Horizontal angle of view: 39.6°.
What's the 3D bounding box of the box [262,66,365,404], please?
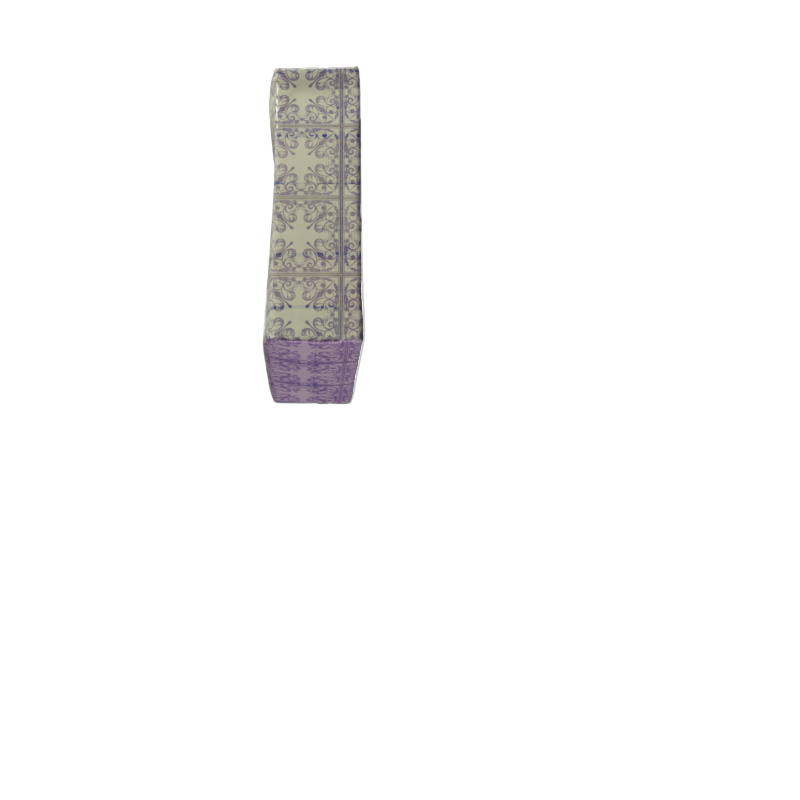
[{"bbox_3d":[-0.066,-0.120,0.841,0.072,0.224,0.157,0,-19,-4],"label":"box"}]
